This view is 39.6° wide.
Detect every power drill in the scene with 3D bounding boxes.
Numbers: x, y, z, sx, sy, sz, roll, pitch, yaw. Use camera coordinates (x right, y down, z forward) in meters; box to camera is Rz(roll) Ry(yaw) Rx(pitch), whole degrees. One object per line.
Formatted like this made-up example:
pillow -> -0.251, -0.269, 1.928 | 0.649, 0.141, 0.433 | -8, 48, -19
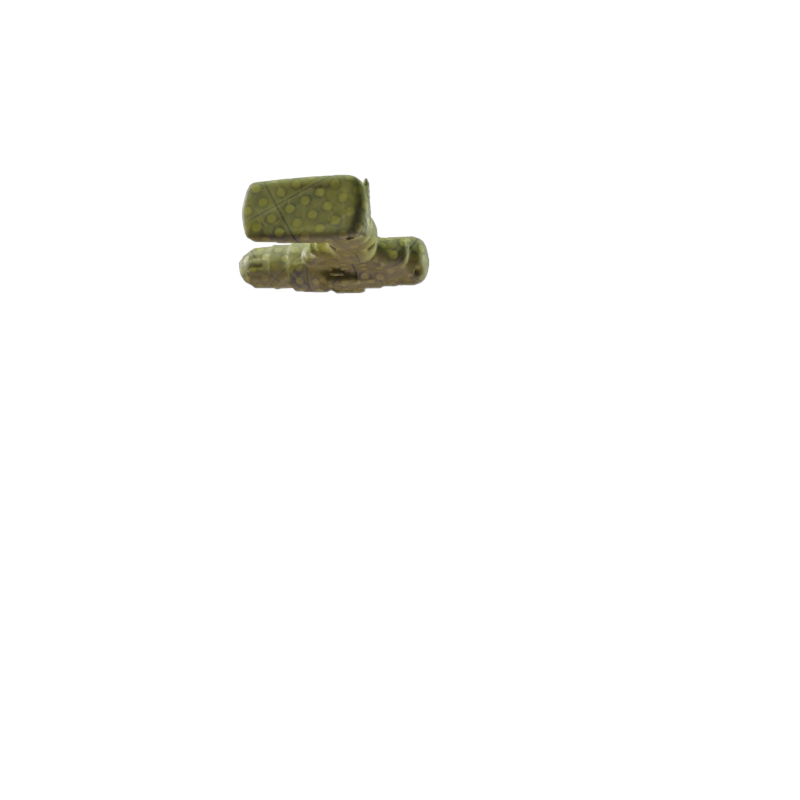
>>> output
power drill -> -0.078, -0.142, 0.994 | 0.187, 0.059, 0.179 | -2, -10, 13
